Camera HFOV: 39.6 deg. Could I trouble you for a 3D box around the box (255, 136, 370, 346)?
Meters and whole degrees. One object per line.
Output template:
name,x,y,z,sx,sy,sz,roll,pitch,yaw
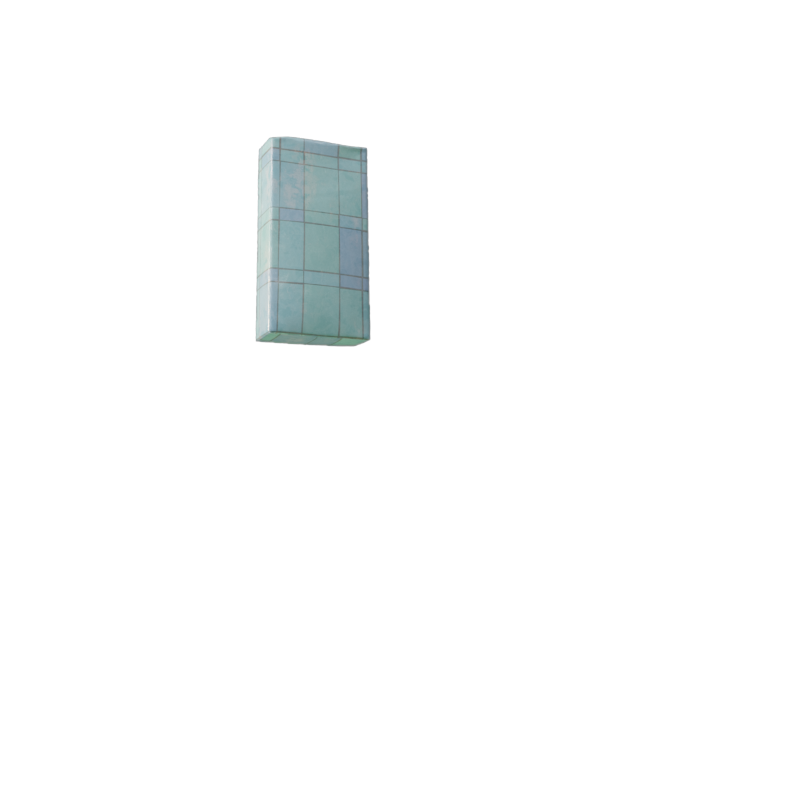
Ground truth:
box,-0.075,-0.137,0.957,0.091,0.182,0.048,4,-15,-21
